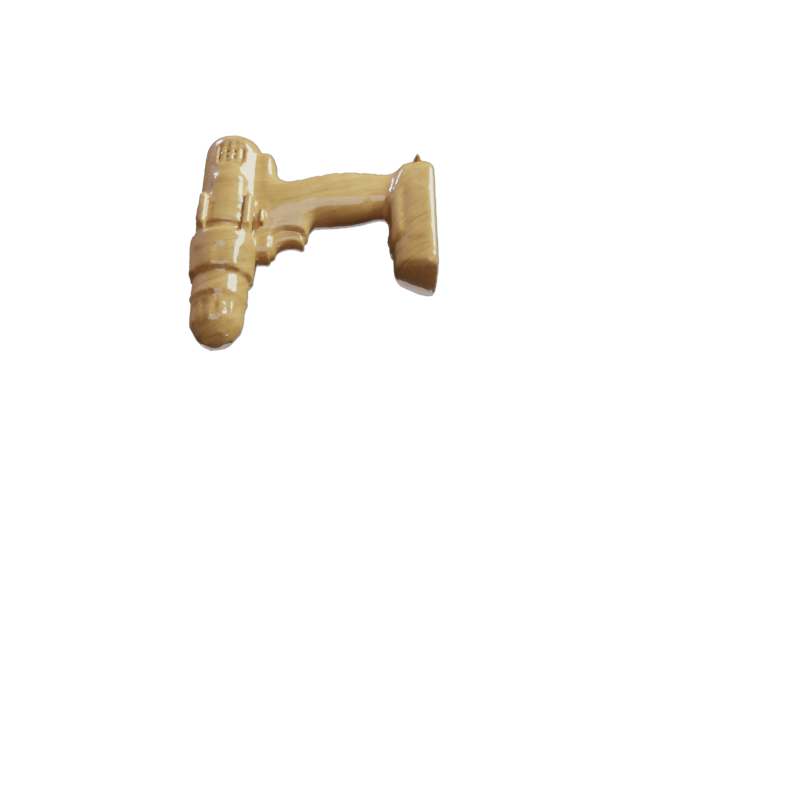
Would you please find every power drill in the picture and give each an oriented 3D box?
[{"bbox_3d":[-0.066,-0.120,0.844,0.188,0.196,0.054,1,-29,0],"label":"power drill"}]
